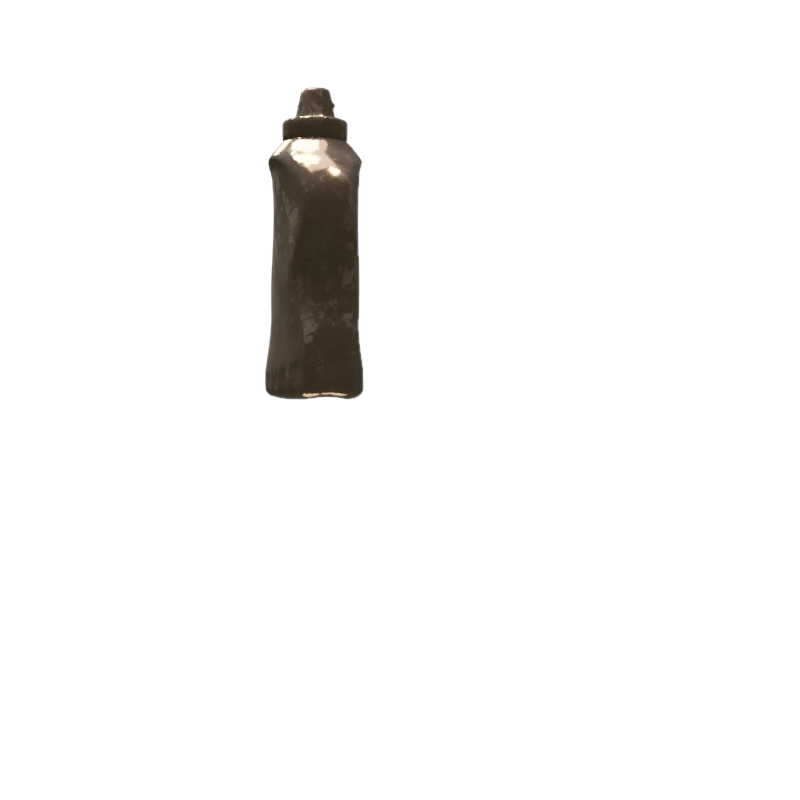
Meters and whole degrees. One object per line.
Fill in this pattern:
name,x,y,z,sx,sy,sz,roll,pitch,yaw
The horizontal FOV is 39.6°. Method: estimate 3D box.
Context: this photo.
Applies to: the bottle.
bottle,-0.053,-0.098,0.688,0.057,0.194,0.096,1,-4,-13
